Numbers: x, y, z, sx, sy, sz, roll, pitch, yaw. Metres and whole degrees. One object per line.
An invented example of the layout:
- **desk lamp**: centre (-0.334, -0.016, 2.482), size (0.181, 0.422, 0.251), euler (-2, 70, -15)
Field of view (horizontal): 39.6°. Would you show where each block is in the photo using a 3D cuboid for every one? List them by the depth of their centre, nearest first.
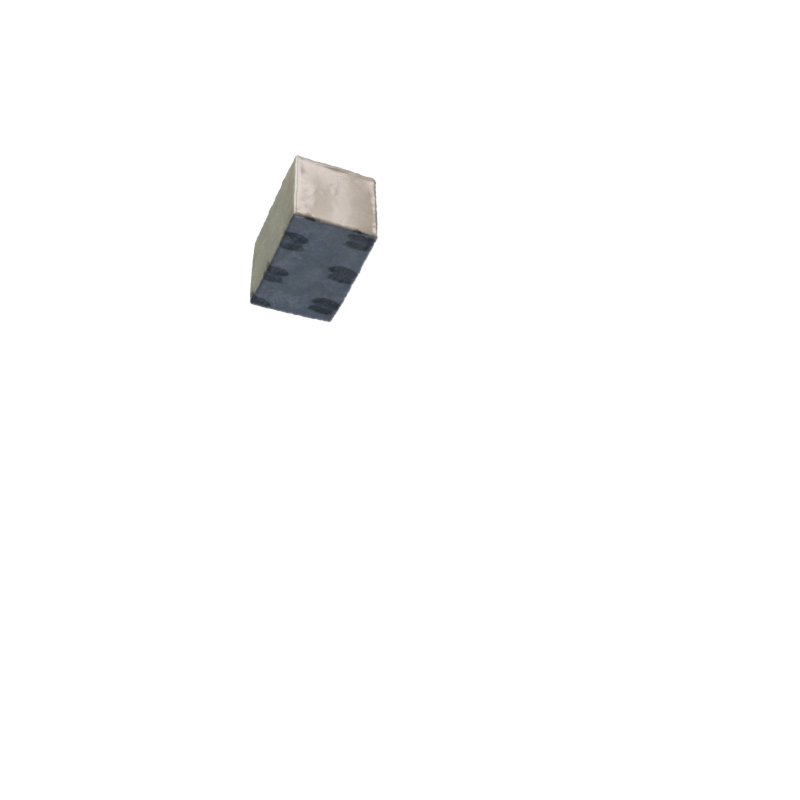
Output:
- **block**: centre (-0.051, -0.093, 0.653), size (0.051, 0.055, 0.075), euler (16, -46, -18)
